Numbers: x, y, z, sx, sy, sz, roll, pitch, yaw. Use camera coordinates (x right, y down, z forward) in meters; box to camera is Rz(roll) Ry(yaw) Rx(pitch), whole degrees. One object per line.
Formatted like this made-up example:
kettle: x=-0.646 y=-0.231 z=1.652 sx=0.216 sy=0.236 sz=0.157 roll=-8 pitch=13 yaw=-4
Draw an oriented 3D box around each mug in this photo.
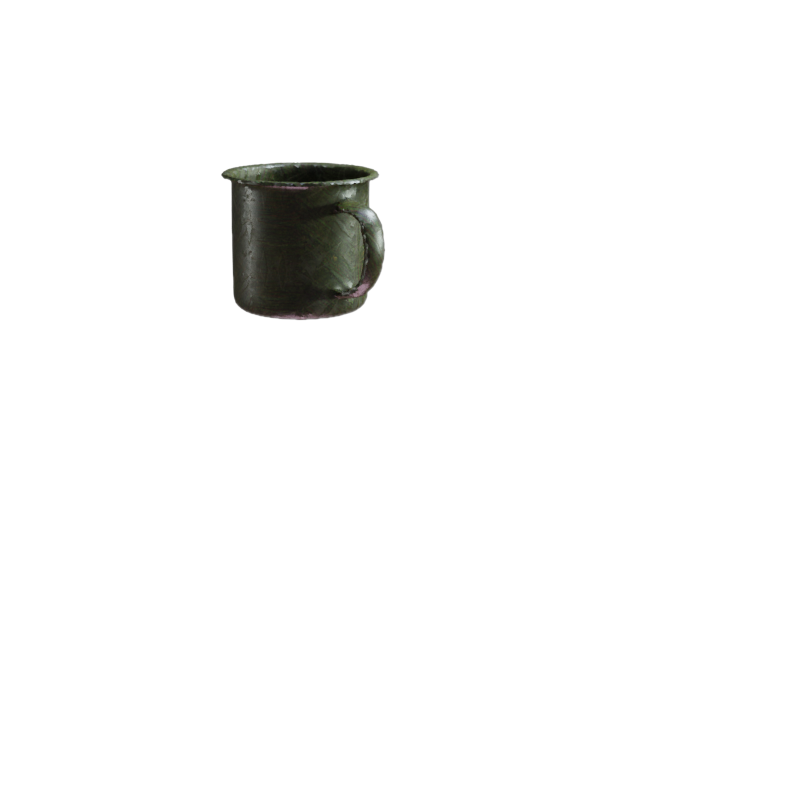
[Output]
mug: x=-0.051 y=-0.094 z=0.655 sx=0.091 sy=0.079 sz=0.124 roll=-14 pitch=22 yaw=-41
